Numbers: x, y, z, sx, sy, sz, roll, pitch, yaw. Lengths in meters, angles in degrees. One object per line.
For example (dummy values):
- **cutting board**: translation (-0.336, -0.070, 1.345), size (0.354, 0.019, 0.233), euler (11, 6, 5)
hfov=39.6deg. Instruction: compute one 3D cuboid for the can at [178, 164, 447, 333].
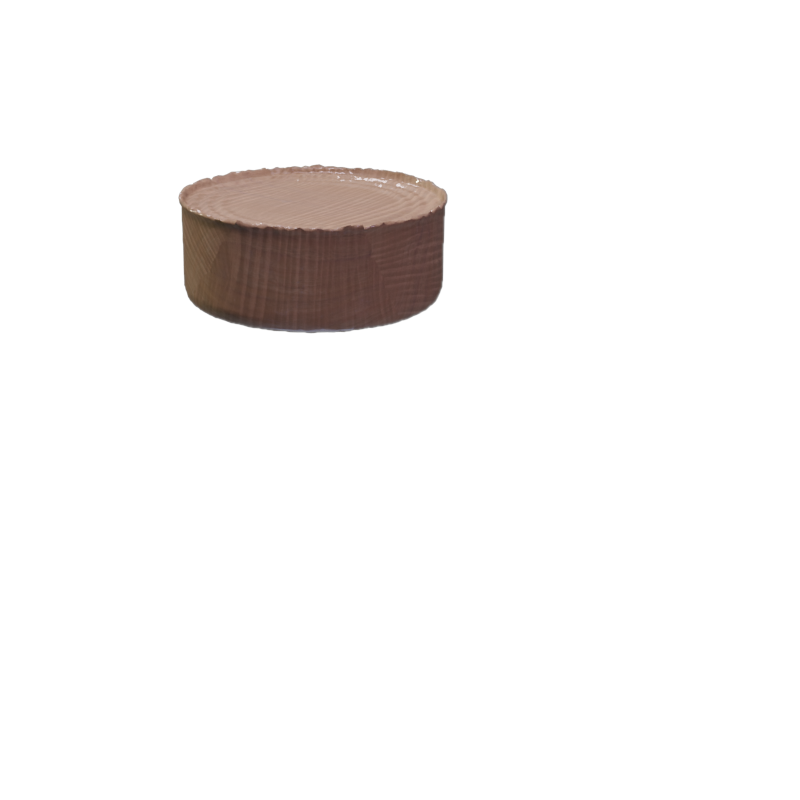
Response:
- **can**: translation (-0.028, -0.051, 0.359), size (0.086, 0.032, 0.090), euler (-1, 22, -2)
